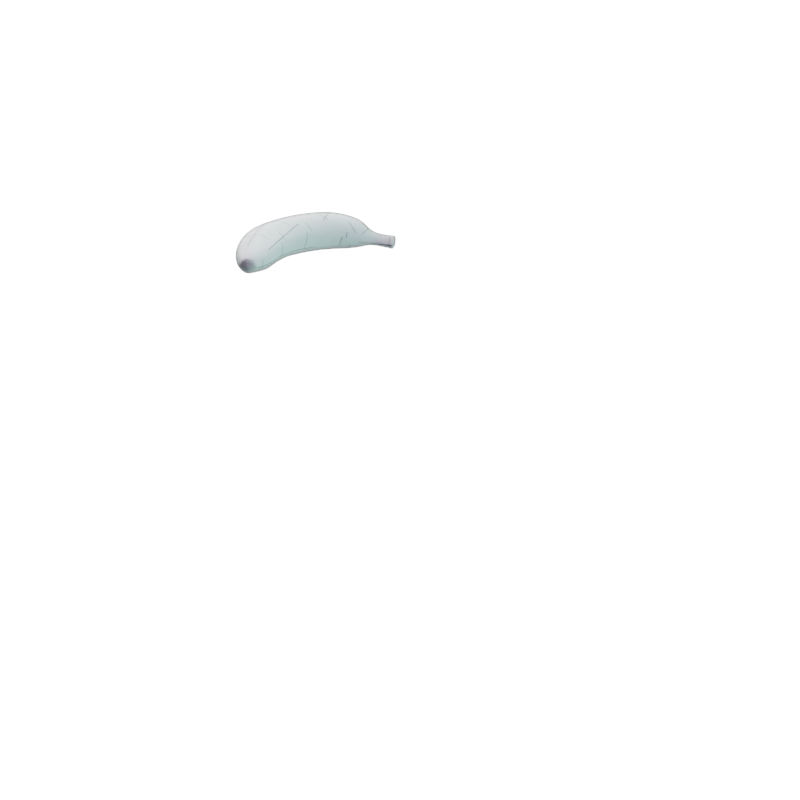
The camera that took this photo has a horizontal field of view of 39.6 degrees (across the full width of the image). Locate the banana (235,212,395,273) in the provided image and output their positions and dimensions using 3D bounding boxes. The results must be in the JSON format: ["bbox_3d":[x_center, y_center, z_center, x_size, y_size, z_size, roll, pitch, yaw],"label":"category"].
[{"bbox_3d":[-0.090,-0.147,1.006,0.073,0.035,0.194,14,23,38],"label":"banana"}]
